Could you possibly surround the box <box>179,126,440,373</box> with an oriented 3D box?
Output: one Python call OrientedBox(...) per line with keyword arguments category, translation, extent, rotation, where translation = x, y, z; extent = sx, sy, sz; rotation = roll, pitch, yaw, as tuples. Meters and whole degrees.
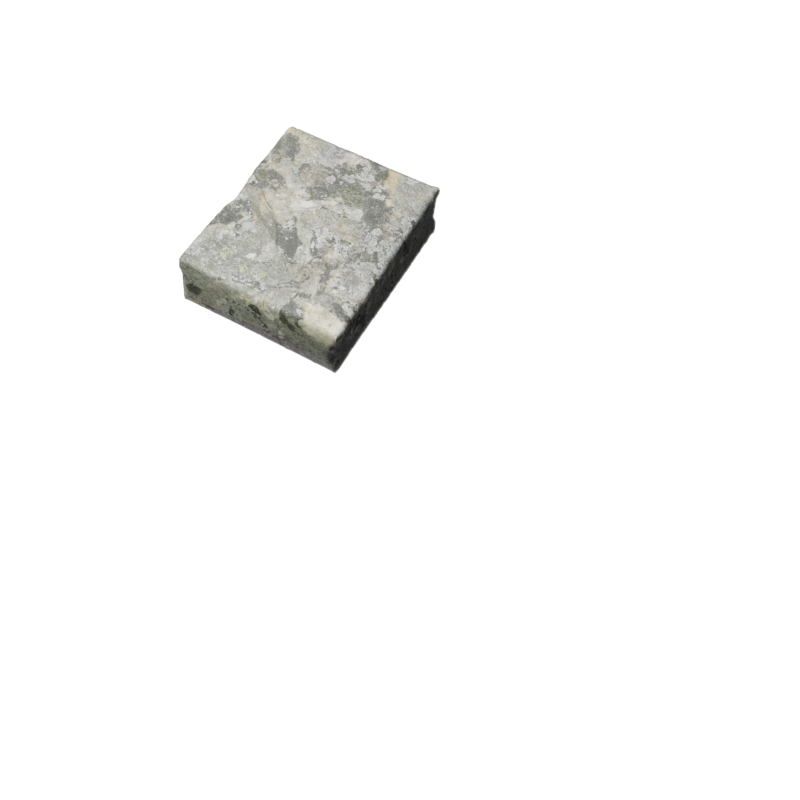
OrientedBox(category="box", translation=(-0.036, -0.065, 0.455), extent=(0.076, 0.092, 0.028), rotation=(25, -32, 16))
